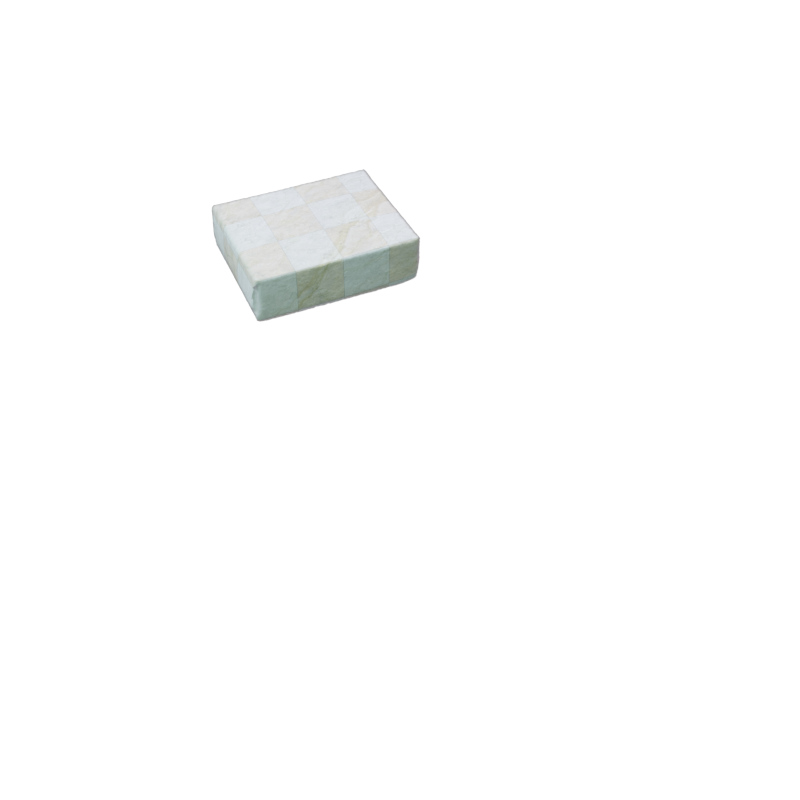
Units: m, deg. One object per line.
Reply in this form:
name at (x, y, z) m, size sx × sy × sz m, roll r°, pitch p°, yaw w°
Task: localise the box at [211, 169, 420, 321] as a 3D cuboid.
box at (-0.056, -0.103, 0.719) m, size 0.112 × 0.036 × 0.097 m, roll -15°, pitch 43°, yaw -17°
